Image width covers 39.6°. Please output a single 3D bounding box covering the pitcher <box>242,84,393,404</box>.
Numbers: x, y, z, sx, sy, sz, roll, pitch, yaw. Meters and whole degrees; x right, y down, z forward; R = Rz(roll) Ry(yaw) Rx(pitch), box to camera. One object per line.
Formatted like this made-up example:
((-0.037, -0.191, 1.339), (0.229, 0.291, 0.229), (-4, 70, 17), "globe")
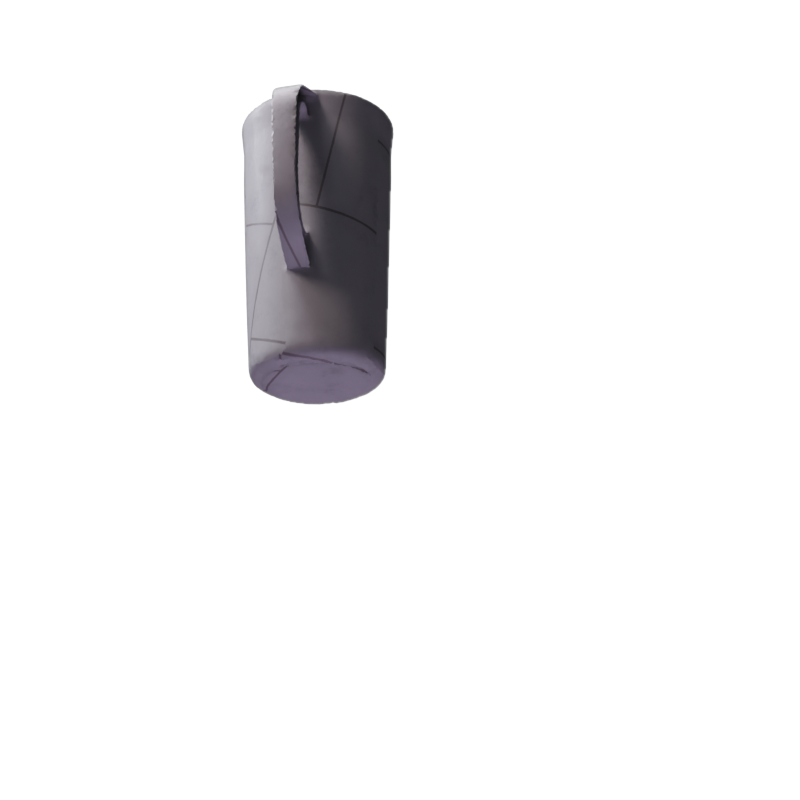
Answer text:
((-0.072, -0.130, 0.914), (0.142, 0.258, 0.143), (15, -31, -30), "pitcher")
